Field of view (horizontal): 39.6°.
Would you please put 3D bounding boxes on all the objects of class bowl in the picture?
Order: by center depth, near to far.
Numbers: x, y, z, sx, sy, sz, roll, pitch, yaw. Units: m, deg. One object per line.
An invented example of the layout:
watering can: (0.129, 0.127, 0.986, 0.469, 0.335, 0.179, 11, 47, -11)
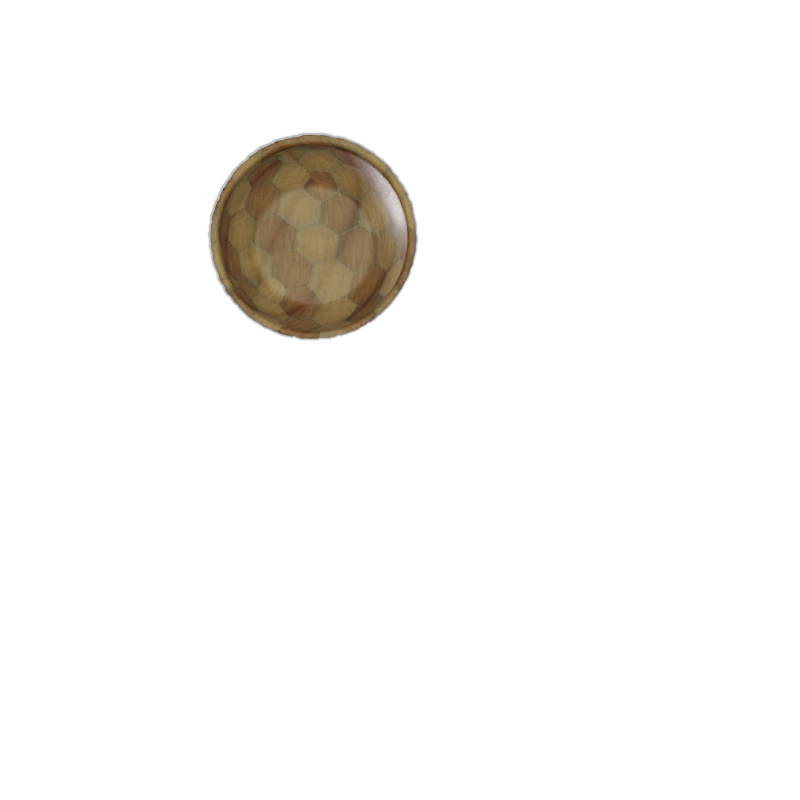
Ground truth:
bowl: (-0.066, -0.120, 0.841, 0.162, 0.159, 0.056, 0, 8, -1)
